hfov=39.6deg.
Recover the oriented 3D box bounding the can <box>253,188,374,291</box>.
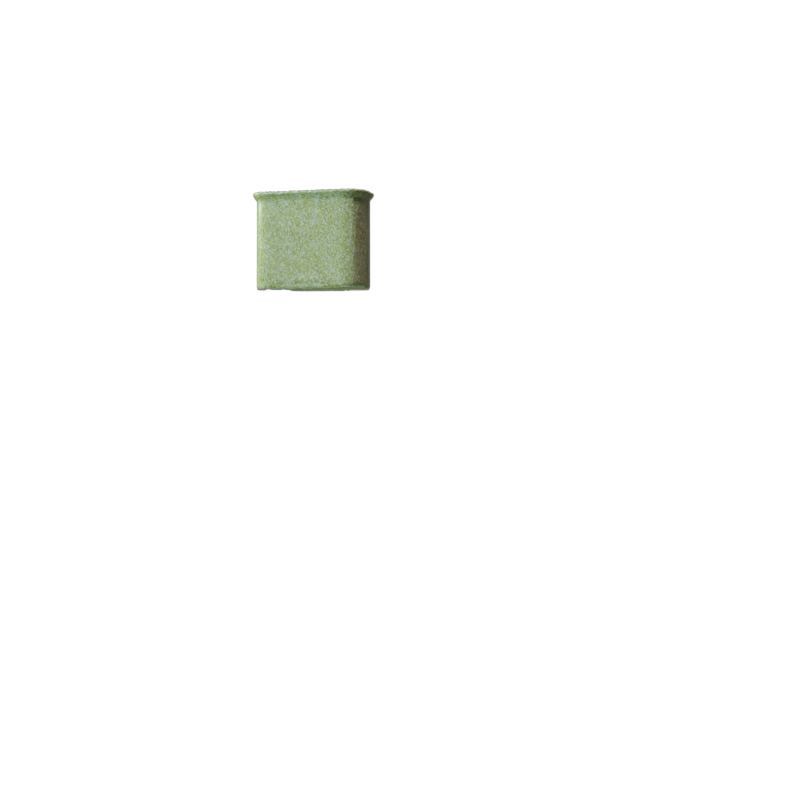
[{"bbox_3d":[-0.075,-0.136,0.954,0.104,0.085,0.056,0,-2,16],"label":"can"}]
